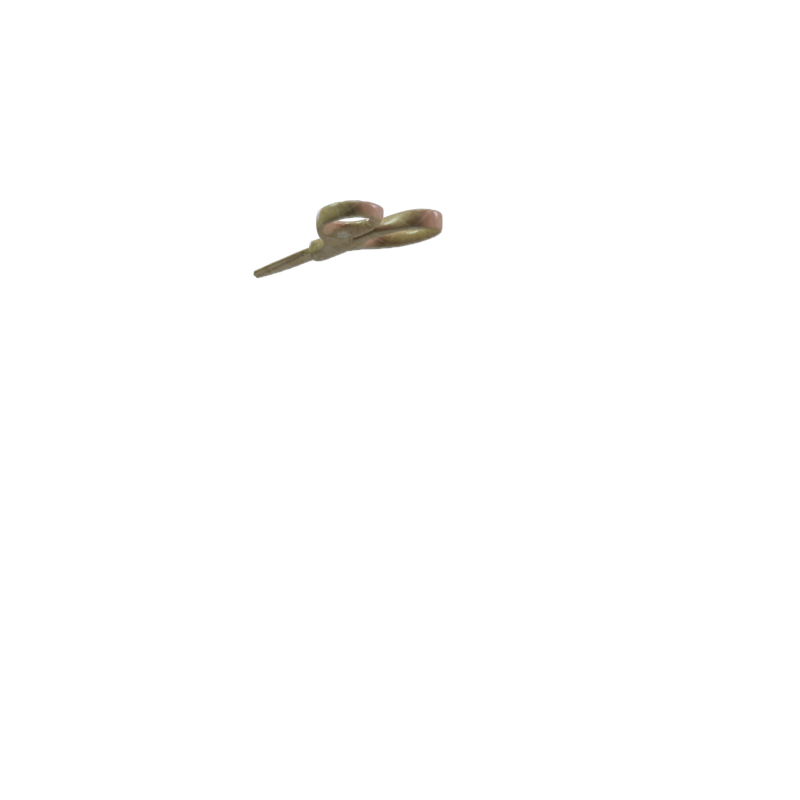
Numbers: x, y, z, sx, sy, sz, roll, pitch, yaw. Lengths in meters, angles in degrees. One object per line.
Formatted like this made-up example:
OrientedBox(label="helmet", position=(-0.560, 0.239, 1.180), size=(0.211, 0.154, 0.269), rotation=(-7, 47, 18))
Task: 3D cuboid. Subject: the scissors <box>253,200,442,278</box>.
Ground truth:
OrientedBox(label="scissors", position=(-0.064, -0.116, 0.813), size=(0.207, 0.016, 0.091), rotation=(-7, -11, 37))
